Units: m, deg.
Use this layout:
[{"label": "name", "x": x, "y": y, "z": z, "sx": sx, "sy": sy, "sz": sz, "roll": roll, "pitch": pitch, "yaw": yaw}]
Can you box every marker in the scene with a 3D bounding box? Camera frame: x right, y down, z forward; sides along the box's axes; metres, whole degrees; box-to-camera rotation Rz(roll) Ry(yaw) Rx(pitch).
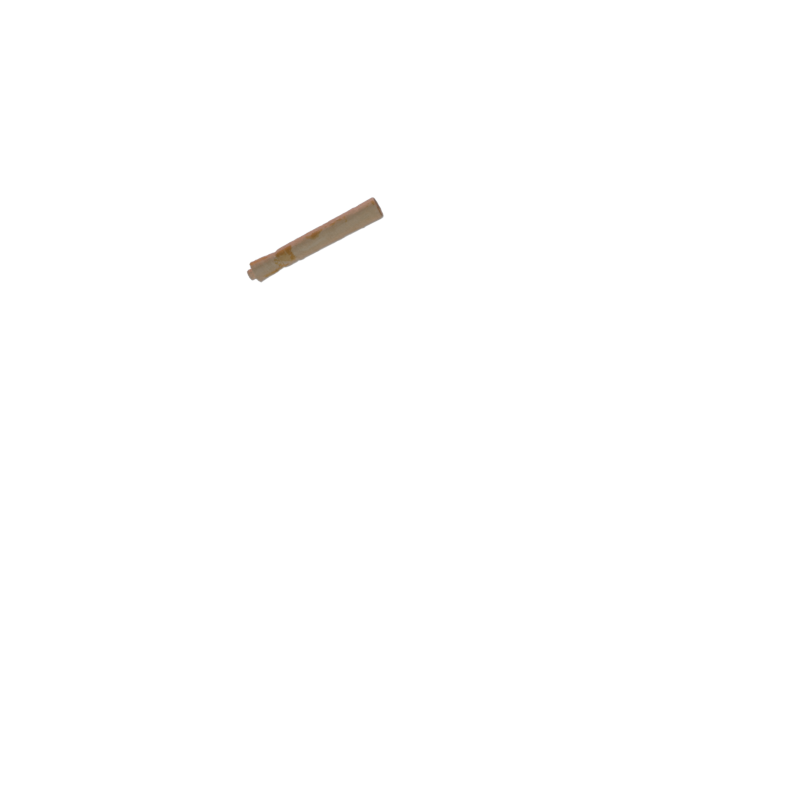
[{"label": "marker", "x": -0.071, "y": -0.129, "z": 0.901, "sx": 0.121, "sy": 0.020, "sz": 0.020, "roll": -27, "pitch": -1, "yaw": 10}]
